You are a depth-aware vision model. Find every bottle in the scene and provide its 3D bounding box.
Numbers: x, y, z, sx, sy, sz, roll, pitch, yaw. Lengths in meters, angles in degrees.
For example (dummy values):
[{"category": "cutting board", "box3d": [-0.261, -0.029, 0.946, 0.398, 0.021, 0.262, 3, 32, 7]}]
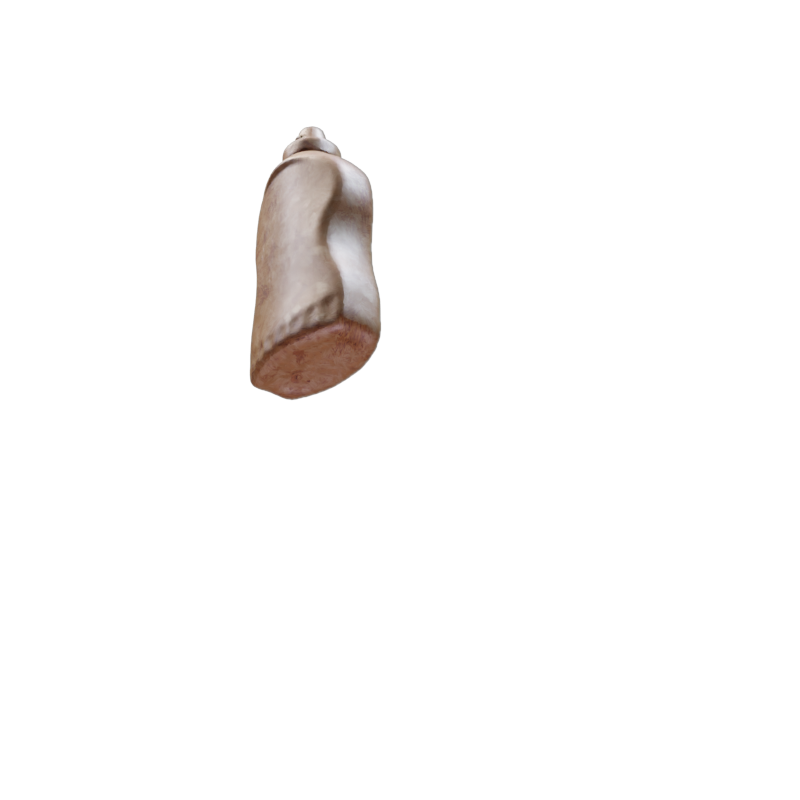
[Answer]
[{"category": "bottle", "box3d": [-0.057, -0.103, 0.723, 0.055, 0.205, 0.095, 23, -42, -32]}]
